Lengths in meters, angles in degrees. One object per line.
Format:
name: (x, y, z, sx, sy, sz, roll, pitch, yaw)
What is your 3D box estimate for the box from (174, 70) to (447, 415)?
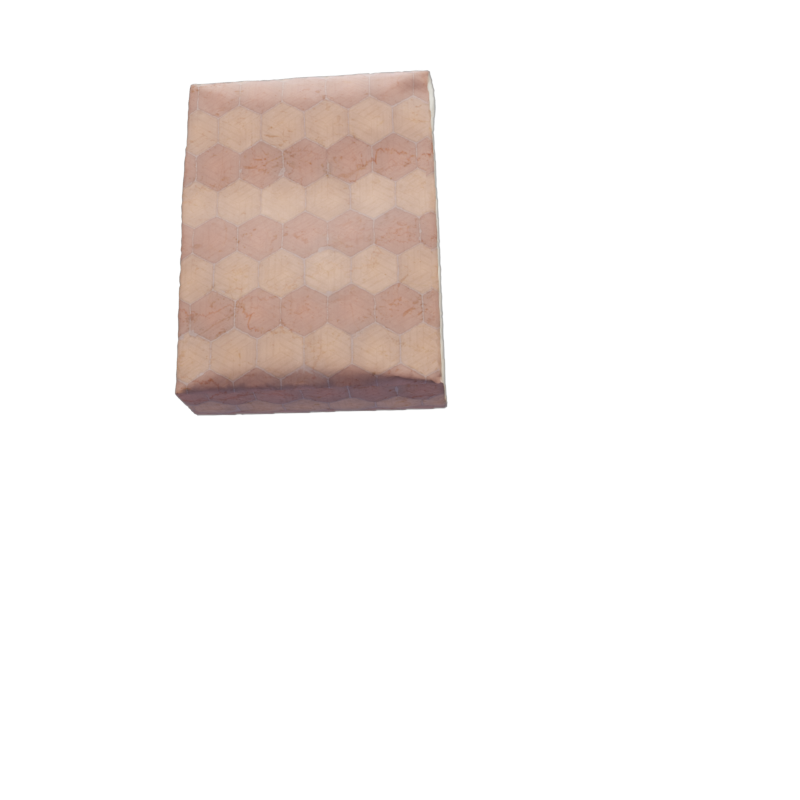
box: (-0.056, -0.102, 0.715, 0.165, 0.224, 0.068, -3, -19, 5)
